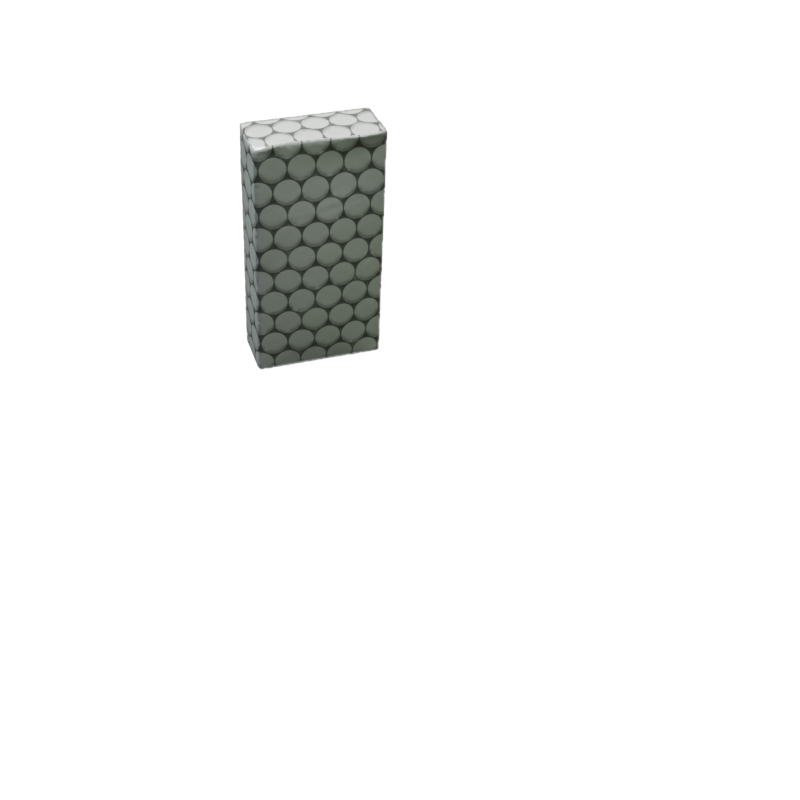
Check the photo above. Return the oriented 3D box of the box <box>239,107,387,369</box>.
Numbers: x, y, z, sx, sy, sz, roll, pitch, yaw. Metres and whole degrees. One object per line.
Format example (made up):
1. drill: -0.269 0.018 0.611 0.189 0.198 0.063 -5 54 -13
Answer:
1. box: -0.060 -0.109 0.764 0.092 0.165 0.052 -9 38 -16
